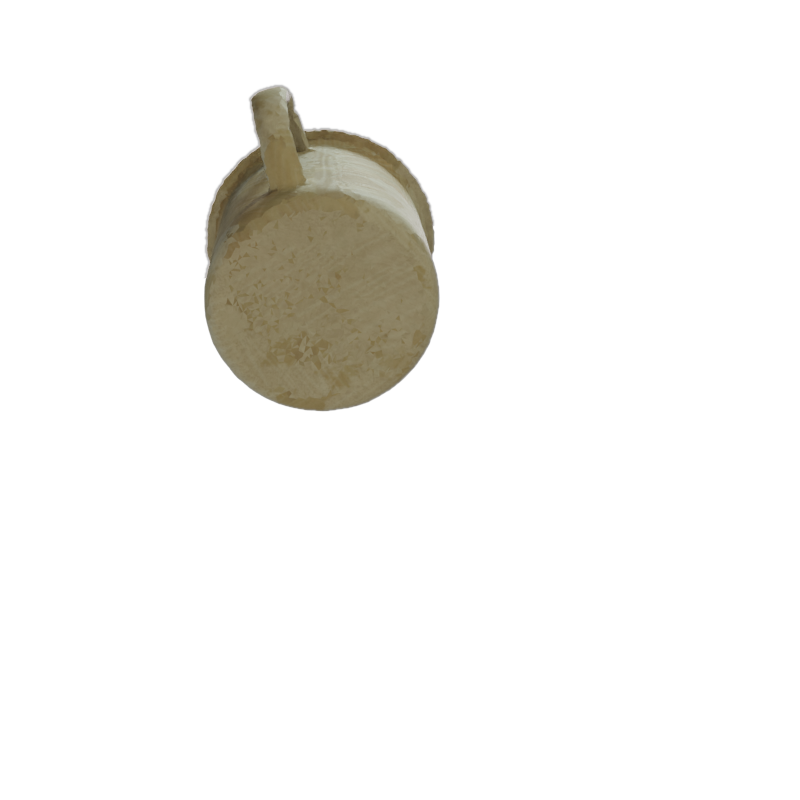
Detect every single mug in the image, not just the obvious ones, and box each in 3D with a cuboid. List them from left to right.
[{"bbox_3d":[-0.032,-0.059,0.411,0.093,0.112,0.085,-13,19,3],"label":"mug"}]
